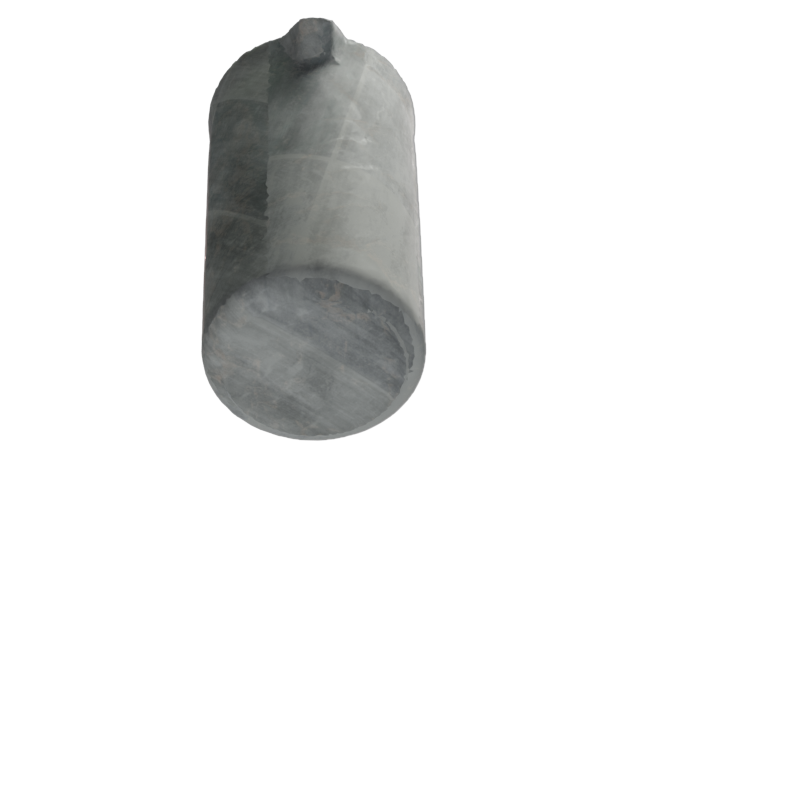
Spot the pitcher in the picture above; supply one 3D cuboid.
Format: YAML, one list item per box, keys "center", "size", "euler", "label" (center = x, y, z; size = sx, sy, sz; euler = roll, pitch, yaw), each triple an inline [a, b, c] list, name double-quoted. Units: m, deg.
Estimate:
- center: [-0.049, -0.090, 0.627]
  size: [0.144, 0.260, 0.140]
  euler: [-34, -56, 23]
  label: "pitcher"
